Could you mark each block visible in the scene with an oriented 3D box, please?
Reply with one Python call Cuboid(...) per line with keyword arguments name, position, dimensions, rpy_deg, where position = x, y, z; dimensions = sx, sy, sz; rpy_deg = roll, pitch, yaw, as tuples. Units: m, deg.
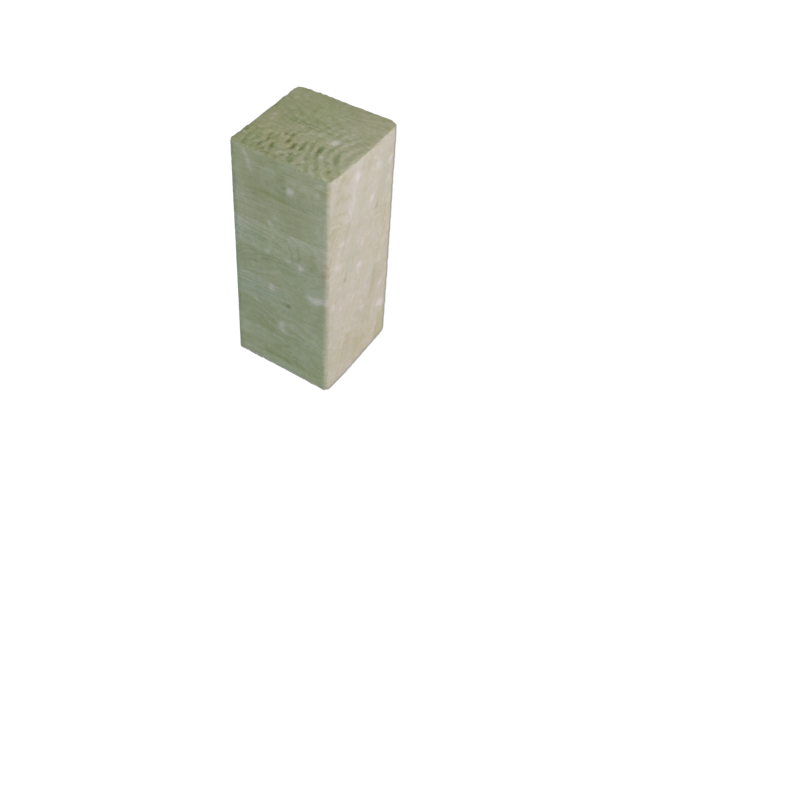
Cuboid(name="block", position=(-0.066, -0.122, 0.853), dimensions=(0.095, 0.192, 0.092), rpy_deg=(26, 48, 22))
